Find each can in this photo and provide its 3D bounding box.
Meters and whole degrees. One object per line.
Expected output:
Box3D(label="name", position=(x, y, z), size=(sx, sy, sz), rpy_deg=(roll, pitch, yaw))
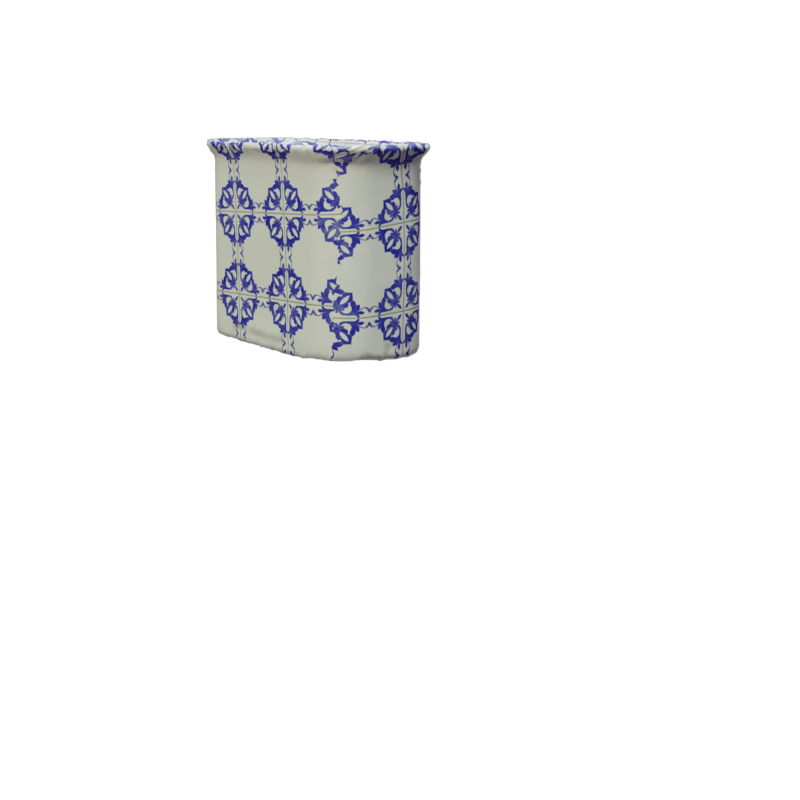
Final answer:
Box3D(label="can", position=(-0.036, -0.065, 0.458), size=(0.056, 0.082, 0.107), rpy_deg=(-7, 14, -38))
